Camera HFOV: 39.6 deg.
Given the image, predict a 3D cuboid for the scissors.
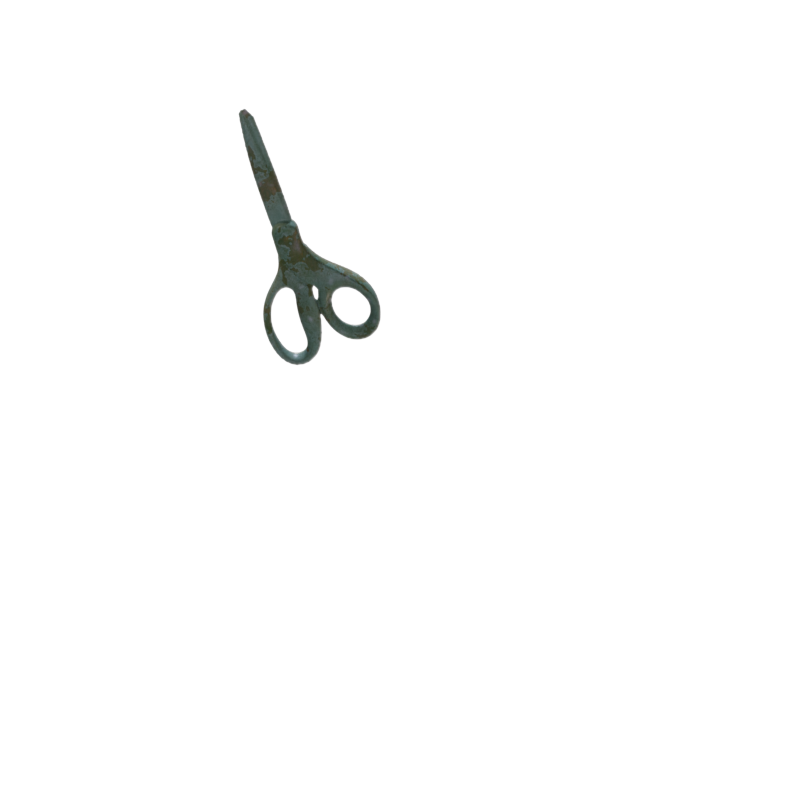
[{"bbox_3d":[-0.062,-0.113,0.795,0.096,0.190,0.017,0,28,0],"label":"scissors"}]
